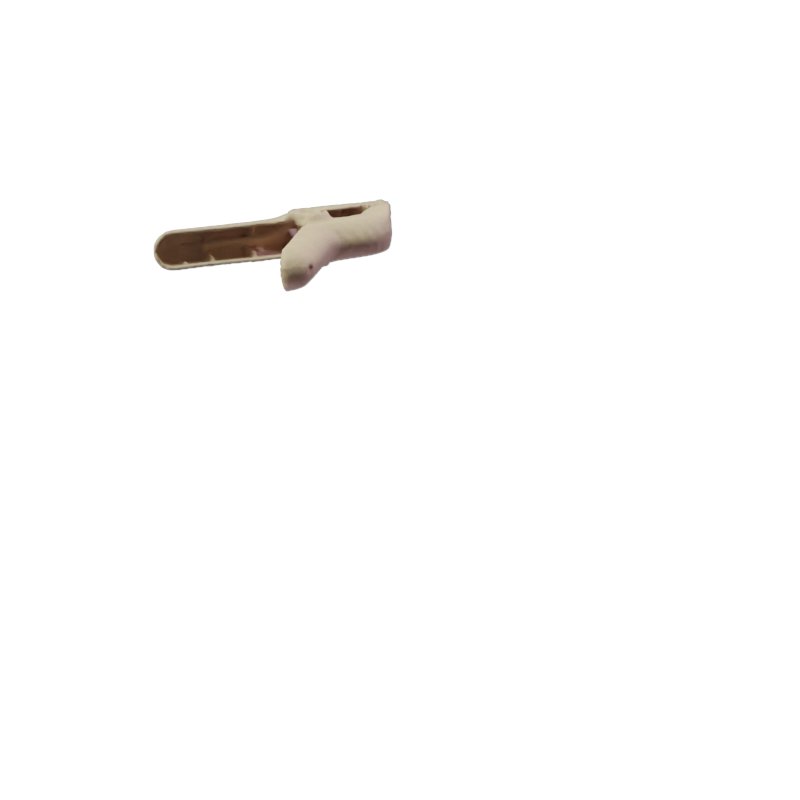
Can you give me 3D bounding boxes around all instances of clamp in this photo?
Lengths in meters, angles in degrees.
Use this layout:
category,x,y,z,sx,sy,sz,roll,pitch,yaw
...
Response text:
category,x,y,z,sx,sy,sz,roll,pitch,yaw
clamp,-0.055,-0.100,0.699,0.169,0.037,0.128,-21,31,-38
